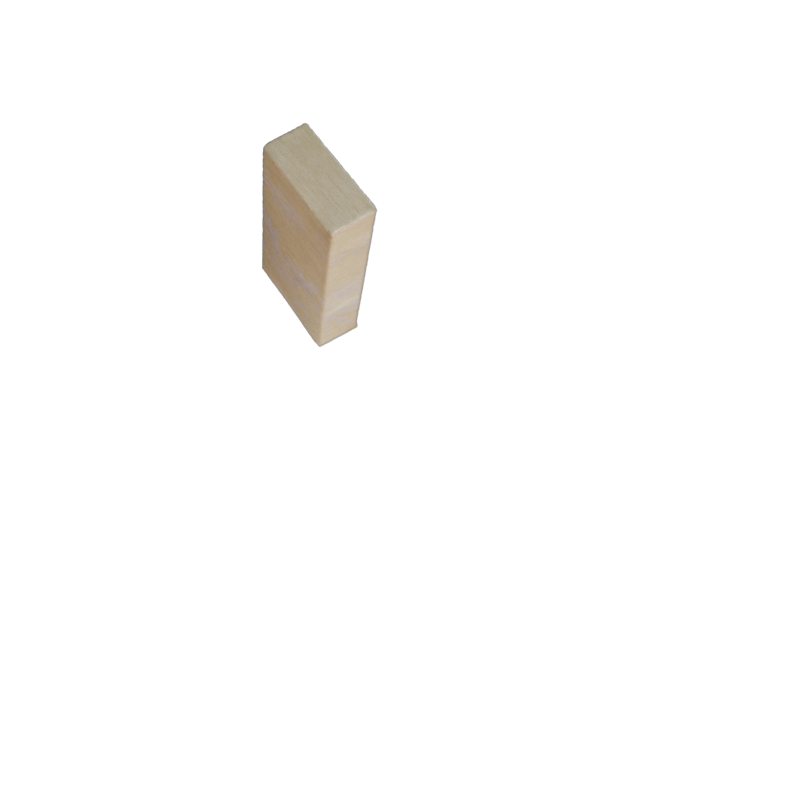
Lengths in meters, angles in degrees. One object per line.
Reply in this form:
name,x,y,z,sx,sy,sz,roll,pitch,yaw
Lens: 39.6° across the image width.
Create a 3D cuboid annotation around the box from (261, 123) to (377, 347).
box,-0.067,-0.121,0.848,0.048,0.099,0.166,-30,-20,-16
